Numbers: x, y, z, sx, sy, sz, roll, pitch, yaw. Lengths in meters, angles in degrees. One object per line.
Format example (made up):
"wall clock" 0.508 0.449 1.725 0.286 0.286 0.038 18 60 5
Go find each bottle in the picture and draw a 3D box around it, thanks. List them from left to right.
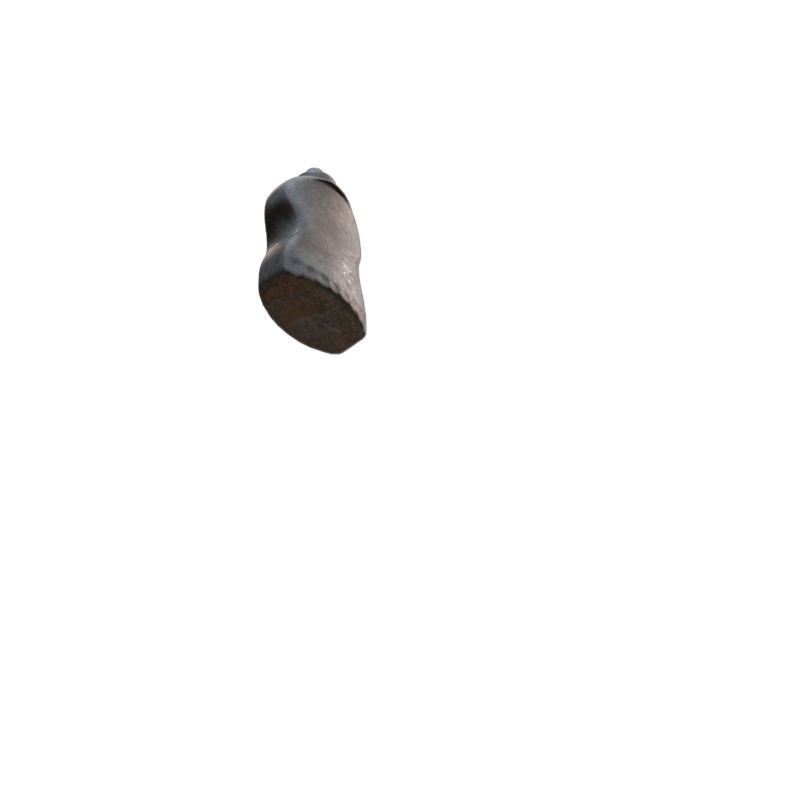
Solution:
"bottle" -0.072 -0.133 0.926 0.058 0.206 0.090 -37 -55 27
